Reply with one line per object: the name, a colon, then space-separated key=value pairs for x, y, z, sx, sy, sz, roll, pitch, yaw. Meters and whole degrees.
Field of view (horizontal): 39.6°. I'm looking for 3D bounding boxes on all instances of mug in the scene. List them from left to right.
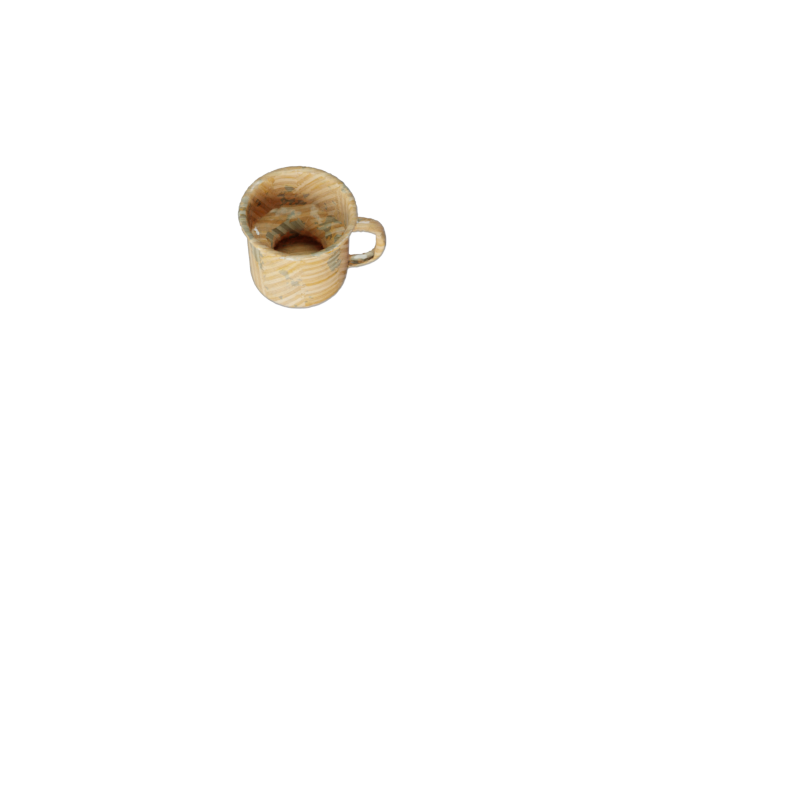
mug: x=-0.070 y=-0.127 z=0.892 sx=0.117 sy=0.100 sz=0.076 roll=-1 pitch=-33 yaw=-2
